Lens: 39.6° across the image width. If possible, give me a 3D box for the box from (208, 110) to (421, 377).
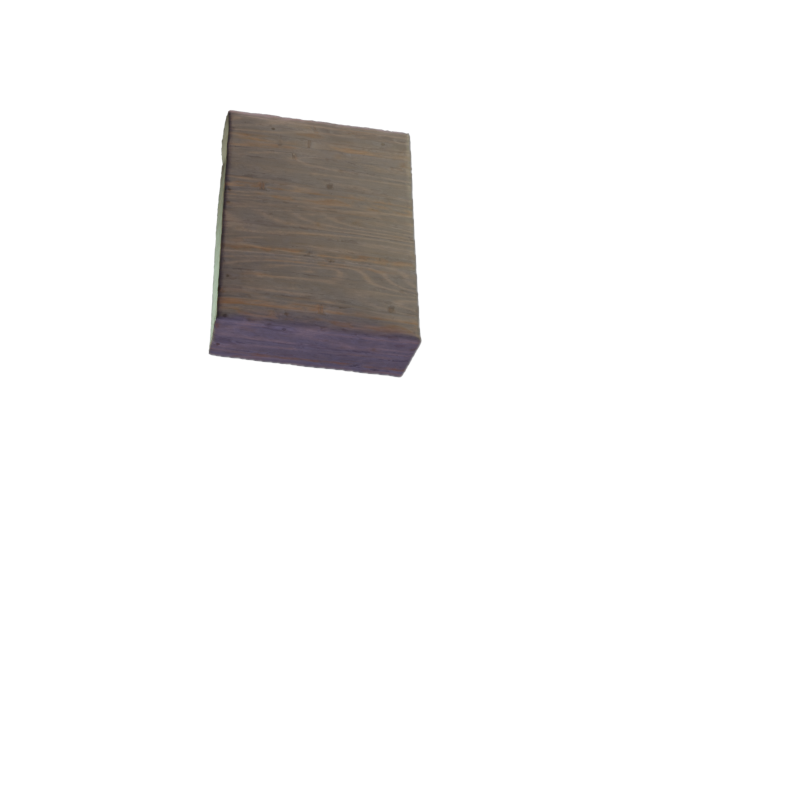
[{"bbox_3d":[-0.073,-0.133,0.931,0.161,0.228,0.068,5,-33,-11],"label":"box"}]
